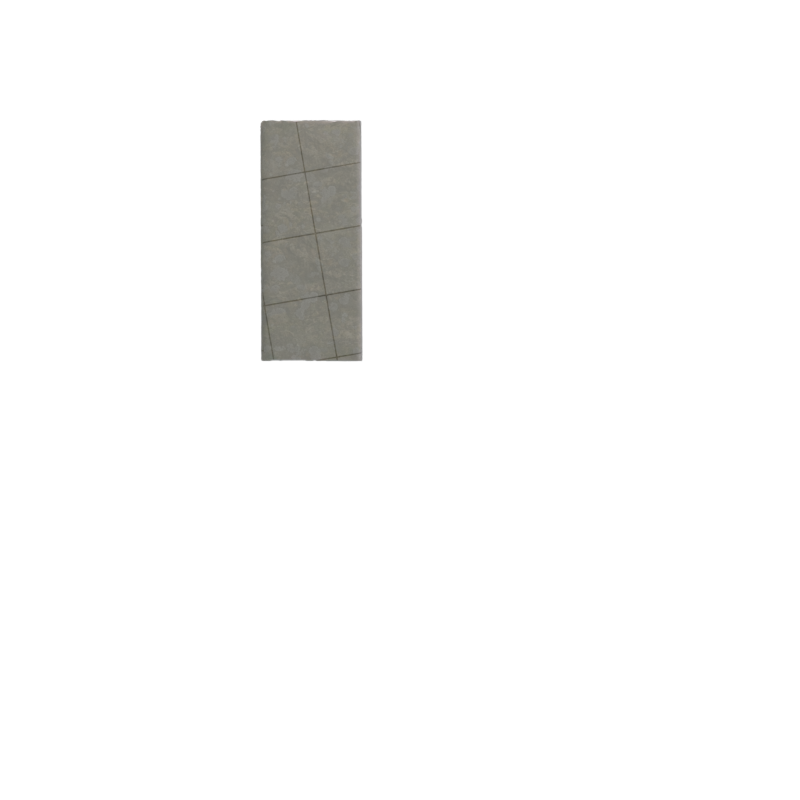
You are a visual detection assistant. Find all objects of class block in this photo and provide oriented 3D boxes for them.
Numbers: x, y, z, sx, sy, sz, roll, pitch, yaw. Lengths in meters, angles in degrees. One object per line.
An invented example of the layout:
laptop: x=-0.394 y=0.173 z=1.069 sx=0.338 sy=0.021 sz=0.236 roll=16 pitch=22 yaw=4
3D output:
block: x=-0.078 y=-0.142 z=0.991 sx=0.090 sy=0.207 sz=0.090 roll=0 pitch=0 yaw=-1
